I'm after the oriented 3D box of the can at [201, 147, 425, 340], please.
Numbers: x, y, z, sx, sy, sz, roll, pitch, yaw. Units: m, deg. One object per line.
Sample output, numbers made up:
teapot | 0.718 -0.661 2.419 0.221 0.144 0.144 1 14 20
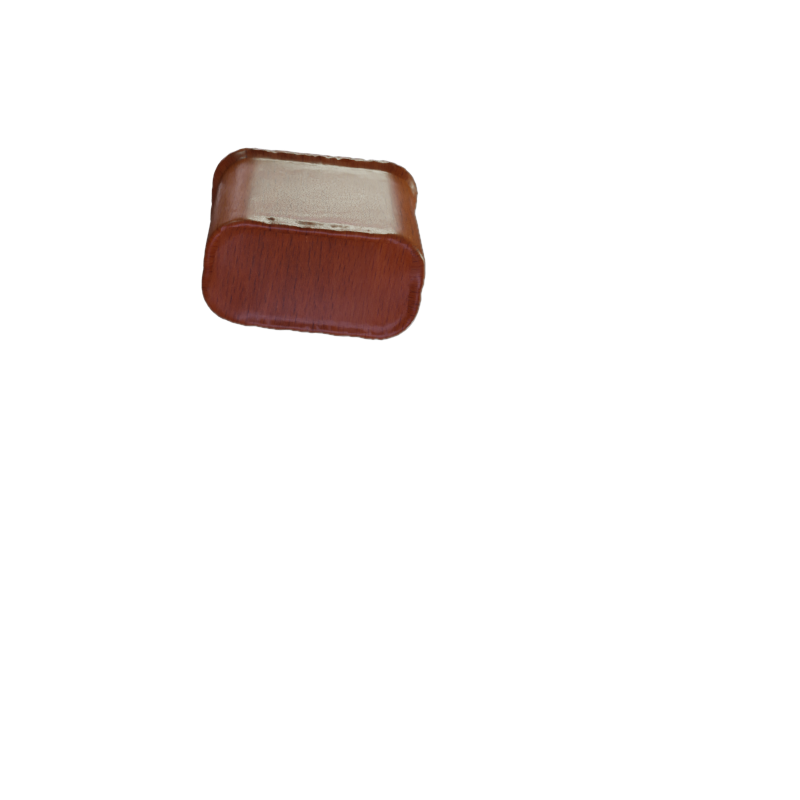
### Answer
can | -0.040 -0.073 0.515 0.101 0.054 0.089 5 29 -4
